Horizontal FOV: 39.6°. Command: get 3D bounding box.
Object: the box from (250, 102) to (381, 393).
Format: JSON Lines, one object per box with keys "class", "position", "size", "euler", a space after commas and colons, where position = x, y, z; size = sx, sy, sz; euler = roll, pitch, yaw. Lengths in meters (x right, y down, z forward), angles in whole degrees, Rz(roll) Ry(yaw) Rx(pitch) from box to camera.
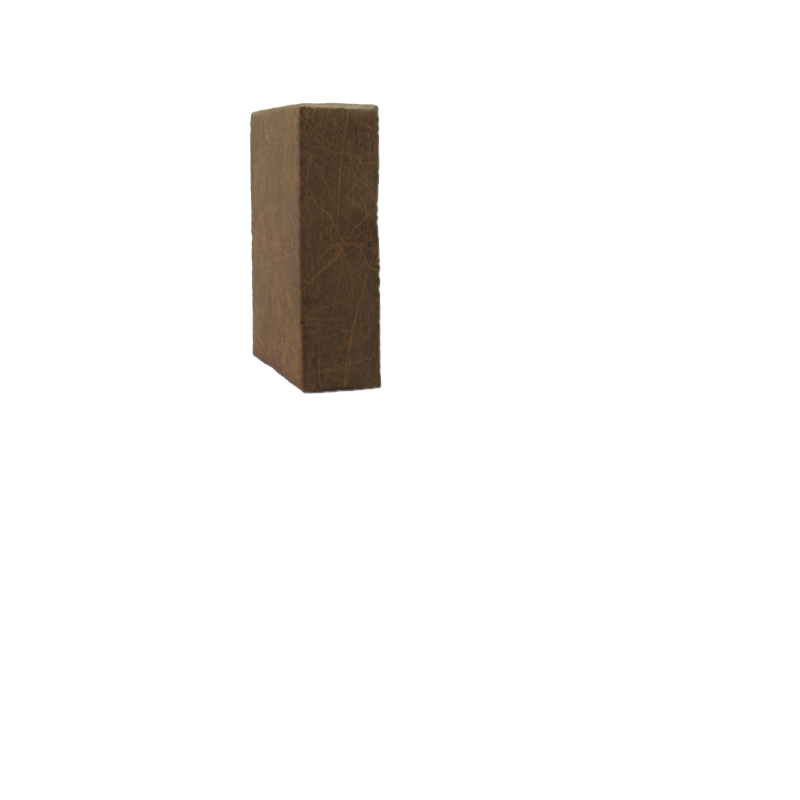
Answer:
{"class": "box", "position": [-0.070, -0.127, 0.889], "size": [0.070, 0.211, 0.170], "euler": [-2, 8, -19]}
